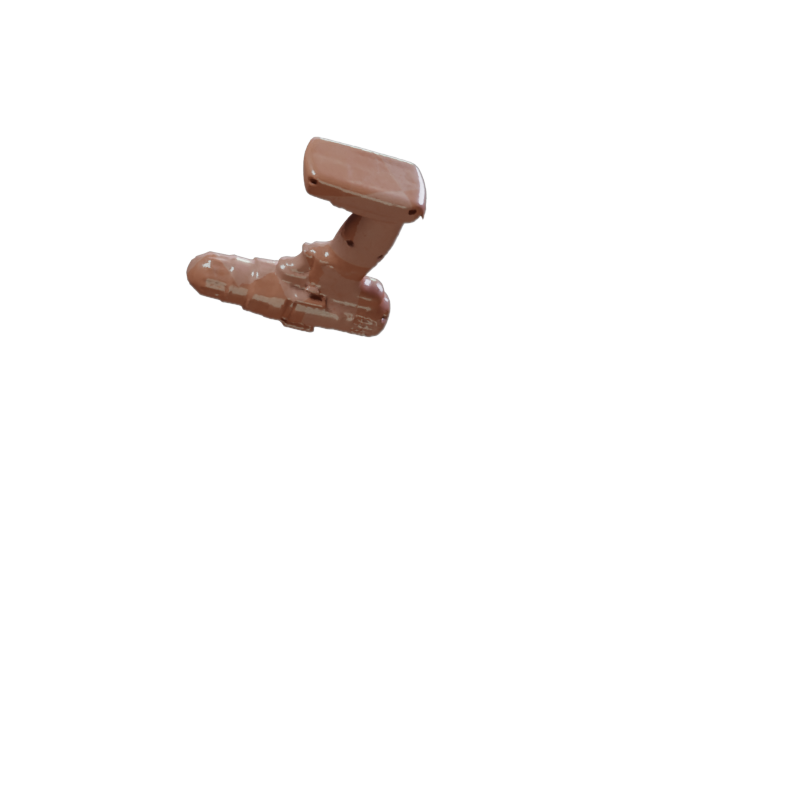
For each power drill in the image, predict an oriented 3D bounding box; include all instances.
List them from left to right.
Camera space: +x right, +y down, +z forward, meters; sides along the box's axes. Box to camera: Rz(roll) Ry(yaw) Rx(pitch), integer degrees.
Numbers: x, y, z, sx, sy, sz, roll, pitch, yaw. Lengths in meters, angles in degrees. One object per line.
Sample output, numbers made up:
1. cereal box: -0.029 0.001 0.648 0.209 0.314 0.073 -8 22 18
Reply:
1. power drill: -0.073 -0.133 0.934 0.180 0.062 0.180 13 -40 -16
